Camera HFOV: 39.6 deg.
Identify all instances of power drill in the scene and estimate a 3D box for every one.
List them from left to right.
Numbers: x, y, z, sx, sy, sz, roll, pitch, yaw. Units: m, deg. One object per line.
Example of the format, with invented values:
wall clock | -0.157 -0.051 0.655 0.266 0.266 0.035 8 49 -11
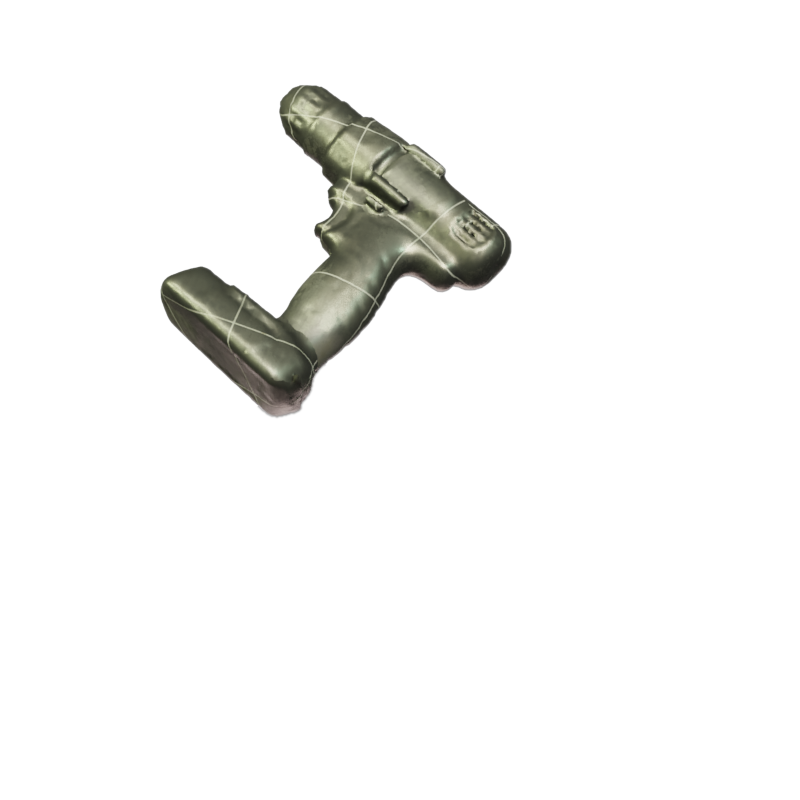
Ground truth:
power drill | -0.053 -0.097 0.680 0.194 0.190 0.054 40 -22 20
